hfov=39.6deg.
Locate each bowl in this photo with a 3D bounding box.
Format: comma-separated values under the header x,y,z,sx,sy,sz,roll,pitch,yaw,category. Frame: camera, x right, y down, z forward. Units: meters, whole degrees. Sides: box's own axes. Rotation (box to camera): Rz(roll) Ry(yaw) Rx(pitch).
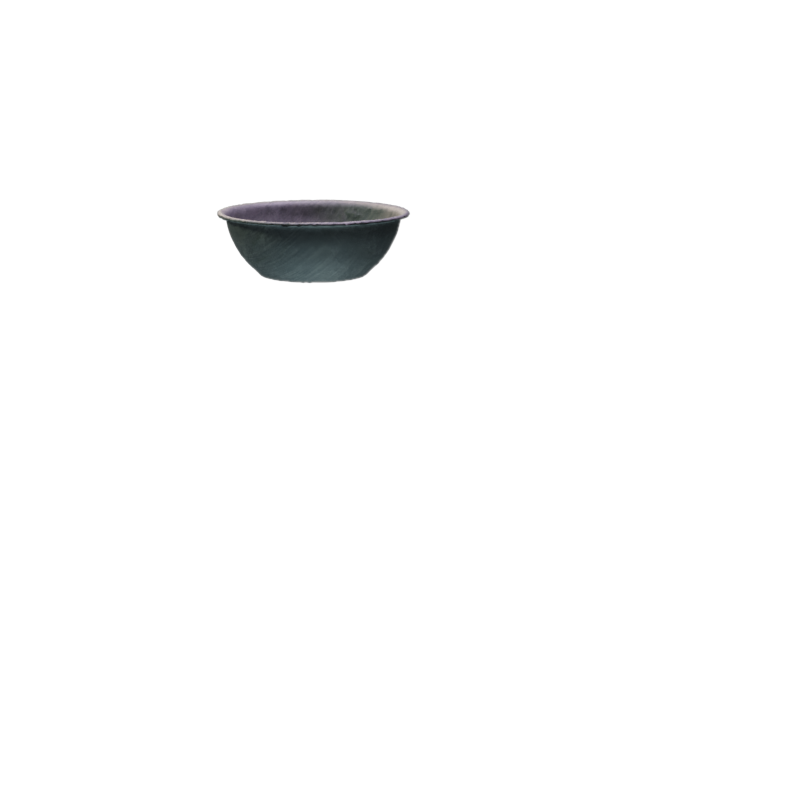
x,y,z,sx,sy,sz,roll,pitch,yaw,category
-0.073,-0.133,0.934,0.162,0.054,0.167,0,15,-2,bowl
